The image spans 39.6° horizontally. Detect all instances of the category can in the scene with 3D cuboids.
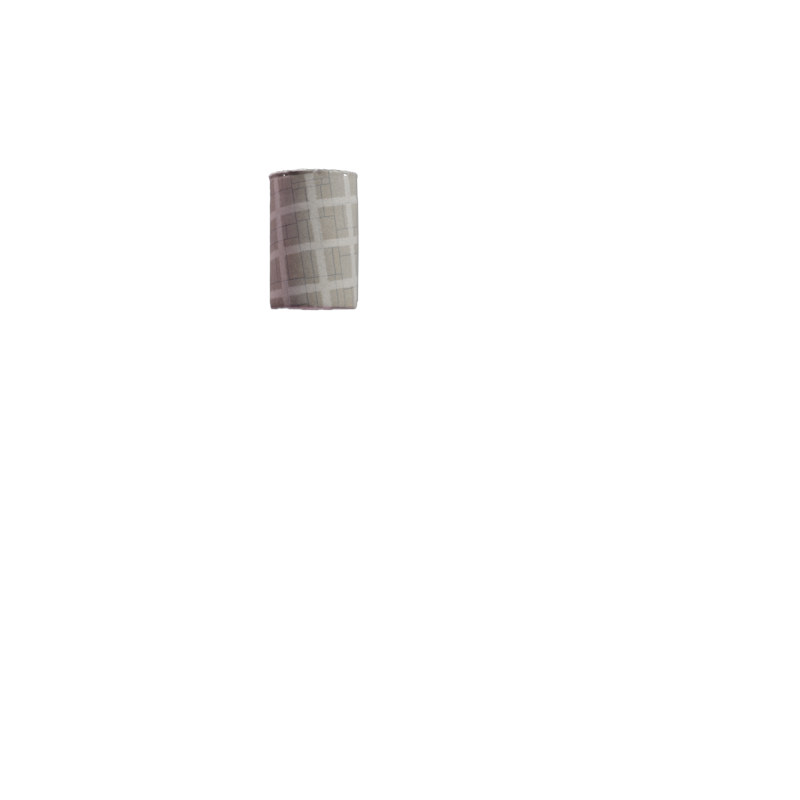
[{"bbox_3d":[-0.066,-0.120,0.838,0.068,0.103,0.068,0,-2,-2],"label":"can"}]
